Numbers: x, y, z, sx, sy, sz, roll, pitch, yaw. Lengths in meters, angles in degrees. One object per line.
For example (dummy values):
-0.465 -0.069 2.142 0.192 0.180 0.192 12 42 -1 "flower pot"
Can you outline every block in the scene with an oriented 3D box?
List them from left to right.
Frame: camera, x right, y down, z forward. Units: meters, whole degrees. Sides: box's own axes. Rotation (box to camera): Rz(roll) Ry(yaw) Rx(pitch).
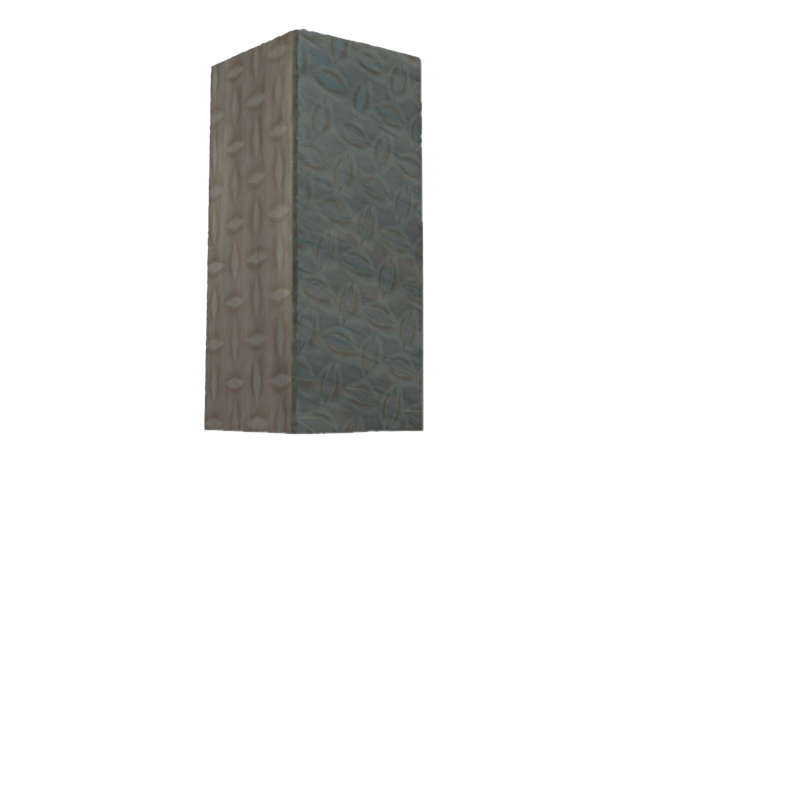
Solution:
-0.047 -0.088 0.613 0.086 0.210 0.093 5 -8 -39 "block"
